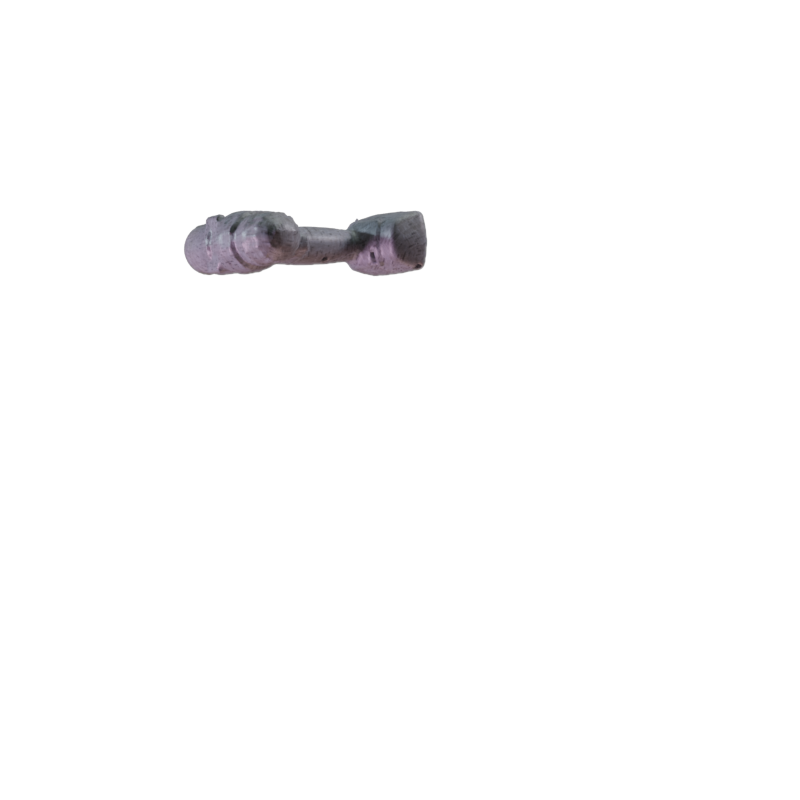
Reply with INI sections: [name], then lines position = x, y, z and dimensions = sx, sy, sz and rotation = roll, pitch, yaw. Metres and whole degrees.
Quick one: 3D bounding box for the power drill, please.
[power drill]
position = -0.075, -0.136, 0.953
dimensions = 0.182, 0.057, 0.191
rotation = -3, 6, -28
